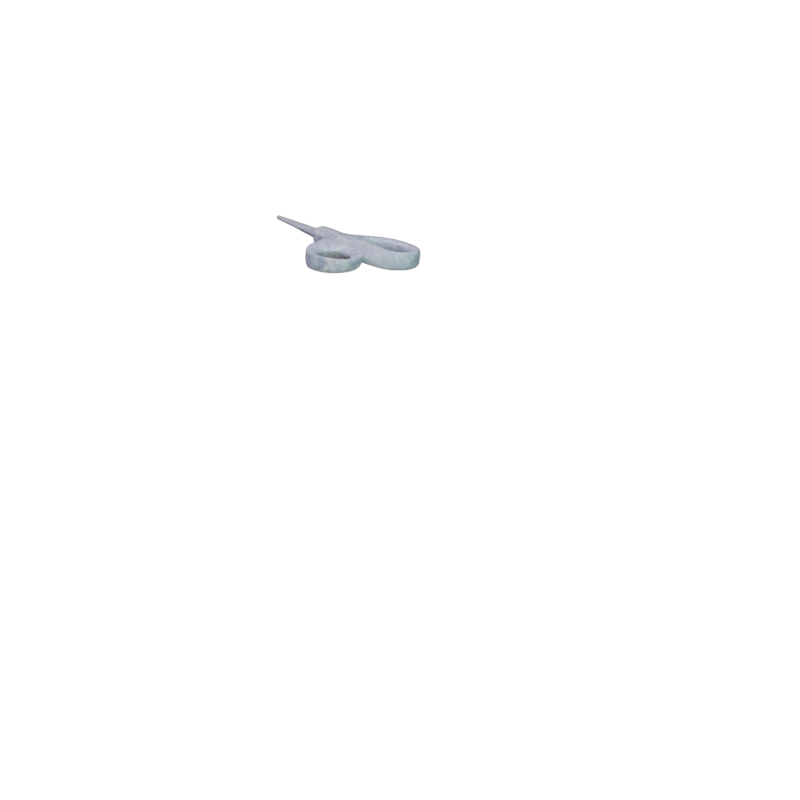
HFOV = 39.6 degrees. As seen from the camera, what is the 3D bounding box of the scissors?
[{"bbox_3d":[-0.071,-0.129,0.907,0.094,0.015,0.214,-17,26,-40],"label":"scissors"}]
